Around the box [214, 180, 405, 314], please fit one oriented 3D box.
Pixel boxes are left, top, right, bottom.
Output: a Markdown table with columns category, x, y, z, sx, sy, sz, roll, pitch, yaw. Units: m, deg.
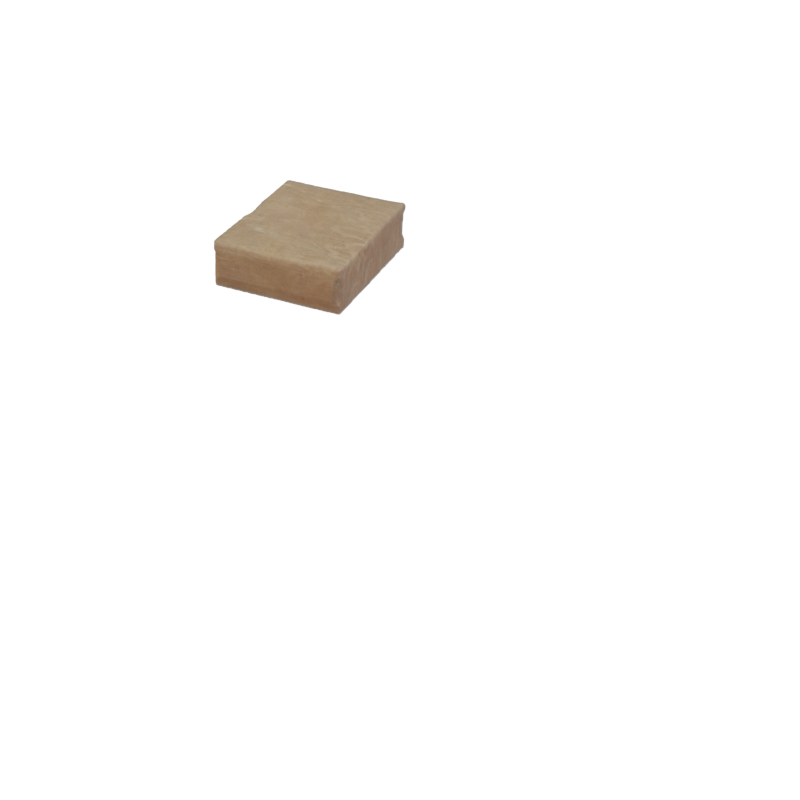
| category | x | y | z | sx | sy | sz | roll | pitch | yaw |
| --- | --- | --- | --- | --- | --- | --- | --- | --- | --- |
| box | -0.046 | -0.085 | 0.594 | 0.076 | 0.028 | 0.092 | 14 | 36 | 20 |
